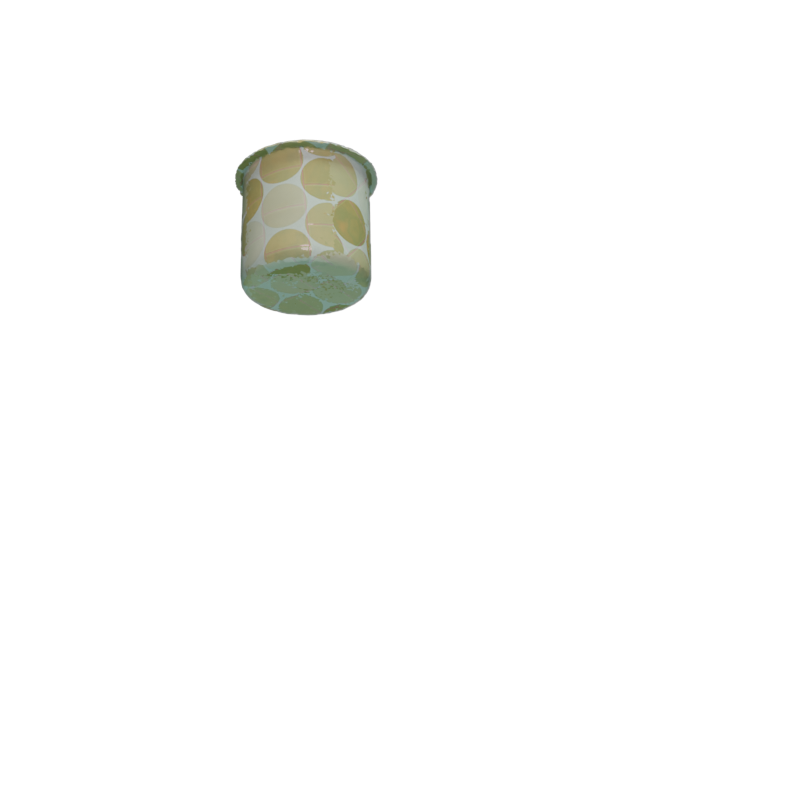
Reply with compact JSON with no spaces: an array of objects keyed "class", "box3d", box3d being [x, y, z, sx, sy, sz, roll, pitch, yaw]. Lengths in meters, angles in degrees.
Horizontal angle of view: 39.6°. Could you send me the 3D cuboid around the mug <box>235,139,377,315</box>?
[{"class":"mug","box3d":[-0.056,-0.102,0.713,0.095,0.086,0.109,-10,-26,18]}]
